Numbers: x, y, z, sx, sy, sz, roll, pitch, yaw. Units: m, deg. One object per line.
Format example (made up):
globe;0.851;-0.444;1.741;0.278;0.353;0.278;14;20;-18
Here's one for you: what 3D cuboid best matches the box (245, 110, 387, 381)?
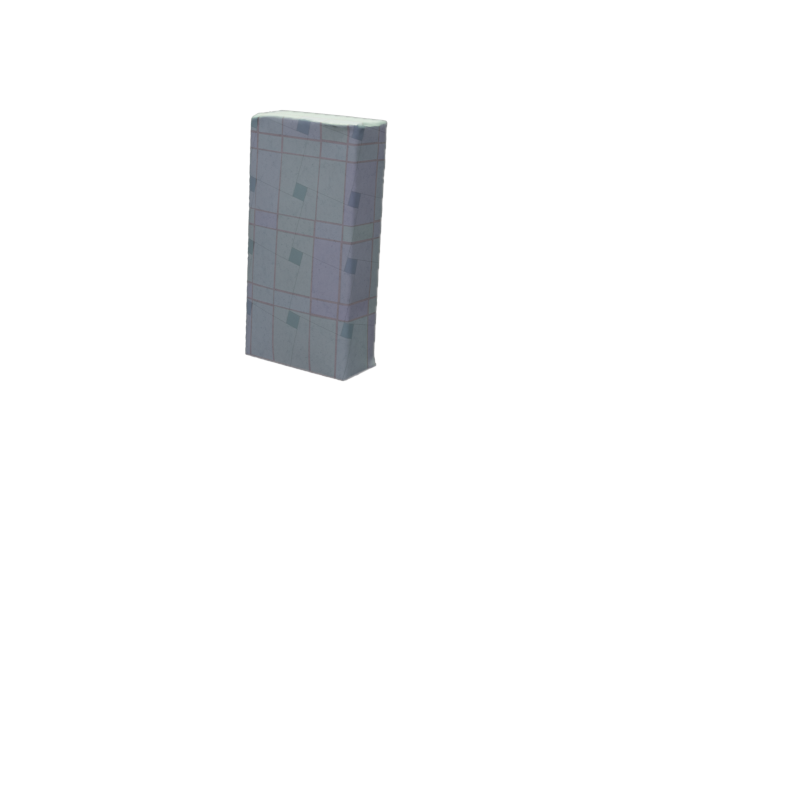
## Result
box;-0.061;-0.110;0.773;0.098;0.171;0.047;11;17;34
